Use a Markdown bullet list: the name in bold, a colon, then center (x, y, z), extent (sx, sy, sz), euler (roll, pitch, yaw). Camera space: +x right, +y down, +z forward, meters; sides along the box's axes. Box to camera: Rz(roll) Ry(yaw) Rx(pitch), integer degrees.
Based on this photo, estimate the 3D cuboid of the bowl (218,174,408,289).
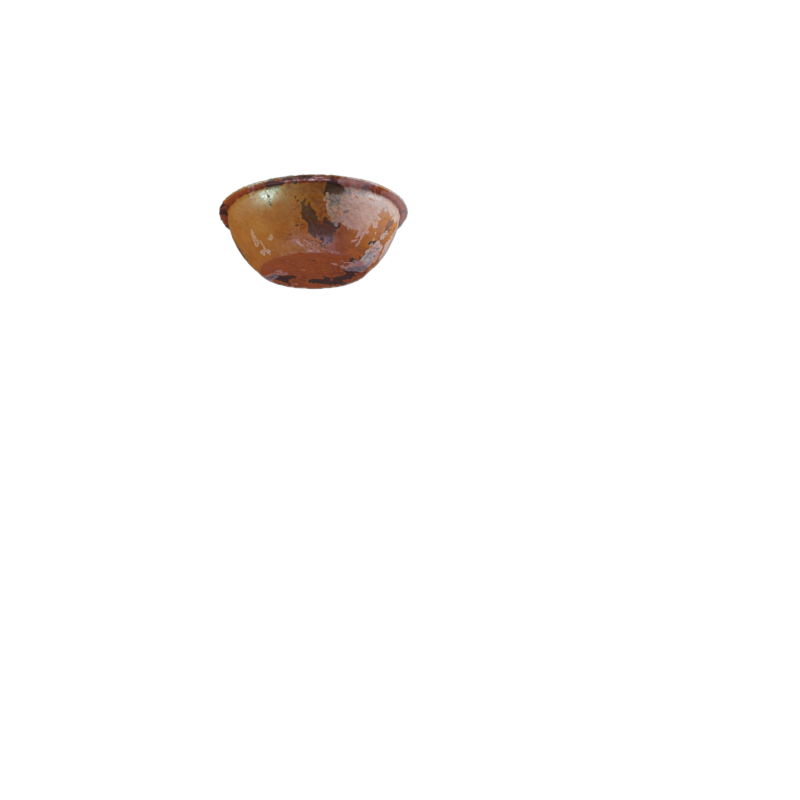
- **bowl**: center (-0.074, -0.134, 0.940), extent (0.162, 0.057, 0.155), euler (0, -15, -2)
